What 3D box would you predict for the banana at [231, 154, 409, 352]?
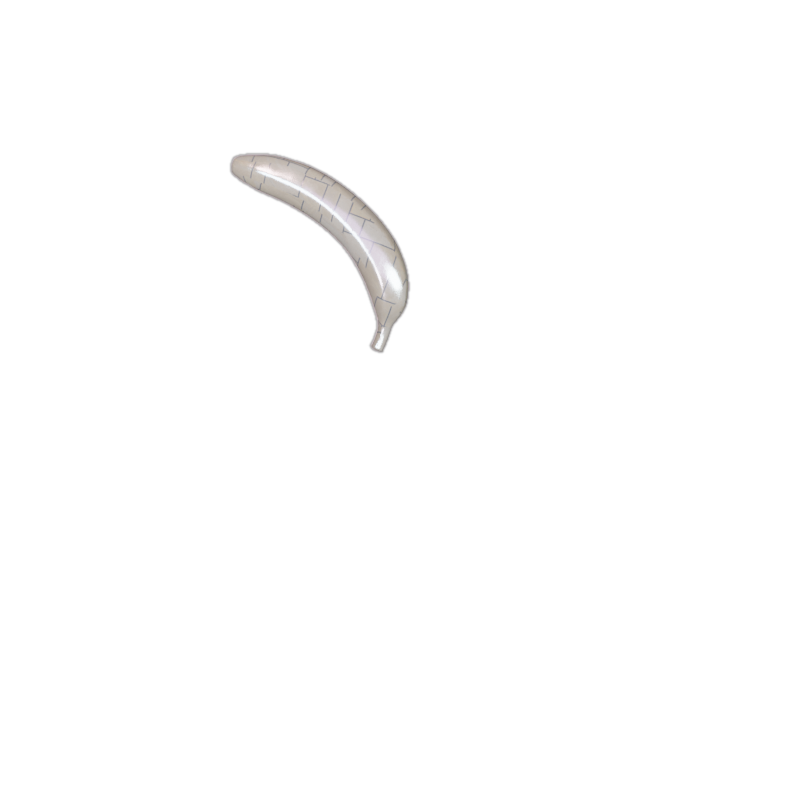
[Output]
[{"bbox_3d":[-0.053,-0.135,0.890,0.070,0.203,0.036,-38,-9,-7],"label":"banana"}]
